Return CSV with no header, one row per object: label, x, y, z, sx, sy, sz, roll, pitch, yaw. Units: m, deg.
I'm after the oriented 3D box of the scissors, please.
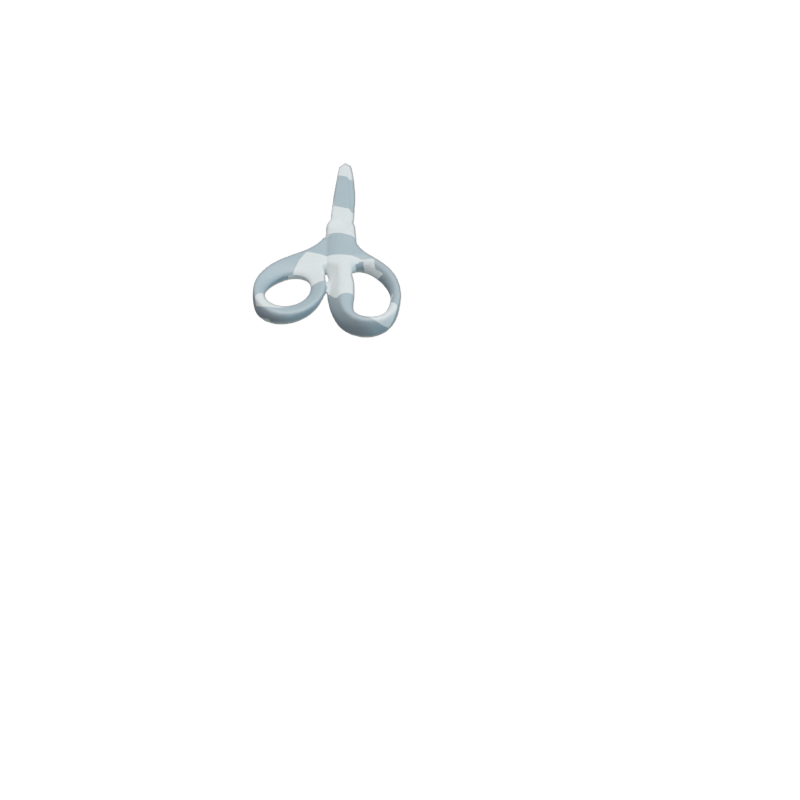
scissors,-0.055,-0.101,0.709,0.095,0.015,0.218,-8,37,-11
